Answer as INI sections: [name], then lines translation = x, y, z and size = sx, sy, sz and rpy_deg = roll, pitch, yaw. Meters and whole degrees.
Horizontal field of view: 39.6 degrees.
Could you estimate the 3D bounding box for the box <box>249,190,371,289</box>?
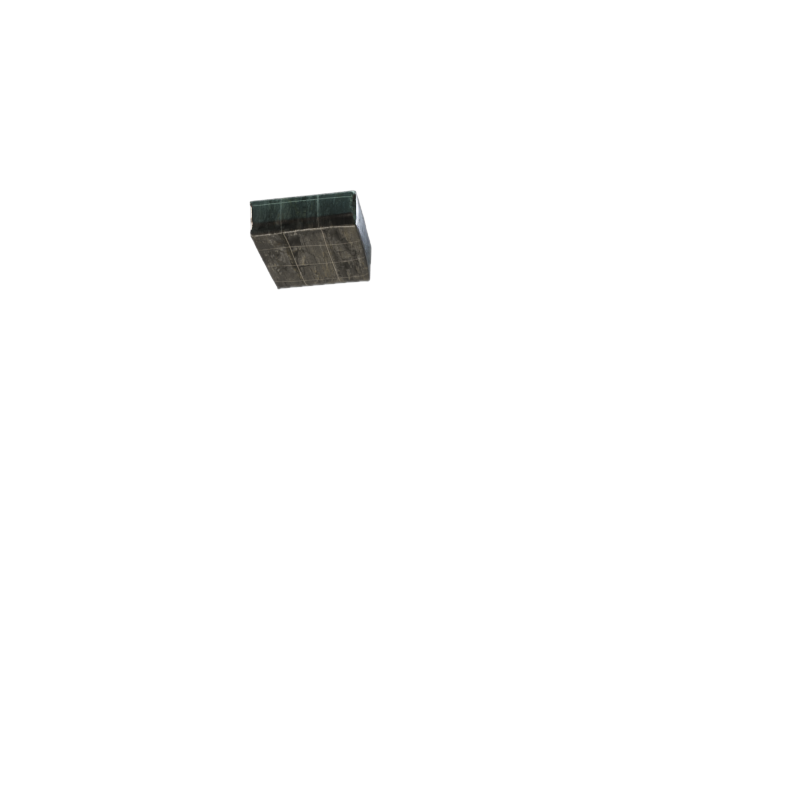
[box]
translation = -0.075, -0.136, 0.954
size = 0.091, 0.041, 0.106
rpy_deg = -3, -23, 7
